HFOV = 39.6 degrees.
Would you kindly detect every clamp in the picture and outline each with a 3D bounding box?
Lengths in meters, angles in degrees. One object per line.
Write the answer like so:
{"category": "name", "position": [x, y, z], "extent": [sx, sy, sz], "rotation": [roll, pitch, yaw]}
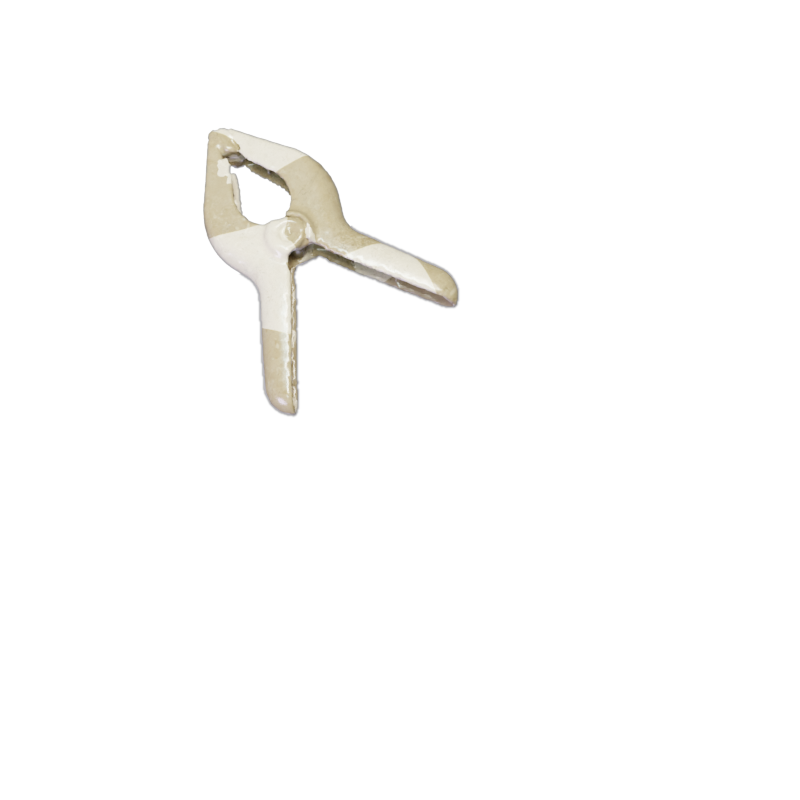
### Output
{"category": "clamp", "position": [-0.049, -0.090, 0.631], "extent": [0.120, 0.180, 0.037], "rotation": [-24, -17, -8]}
